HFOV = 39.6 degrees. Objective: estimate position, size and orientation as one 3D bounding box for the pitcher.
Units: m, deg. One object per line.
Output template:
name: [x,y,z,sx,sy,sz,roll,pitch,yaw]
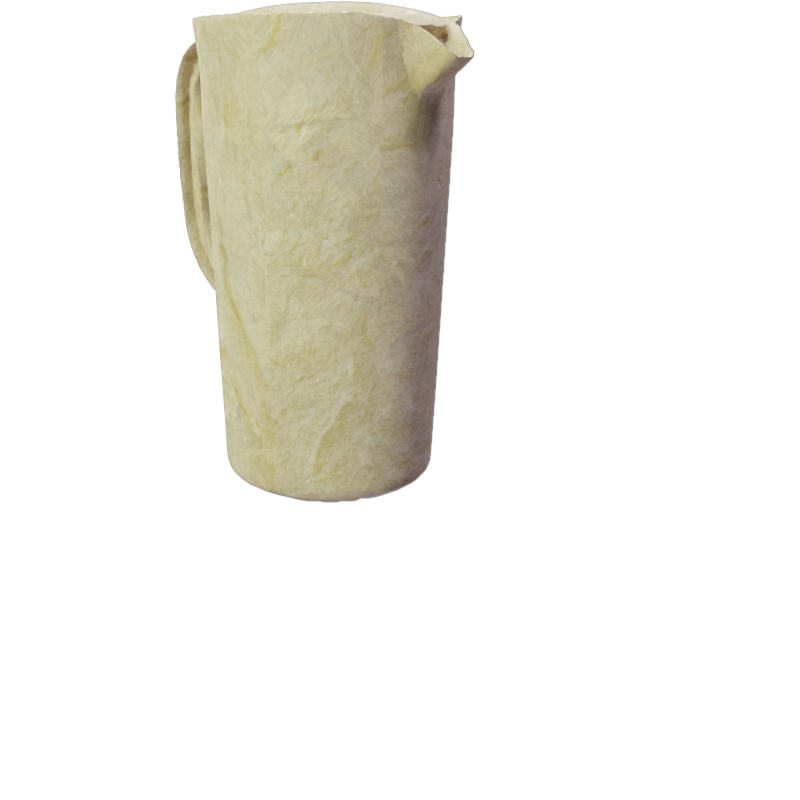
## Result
pitcher: [-0.045,-0.082,0.575,0.144,0.237,0.154,-1,12,-7]
